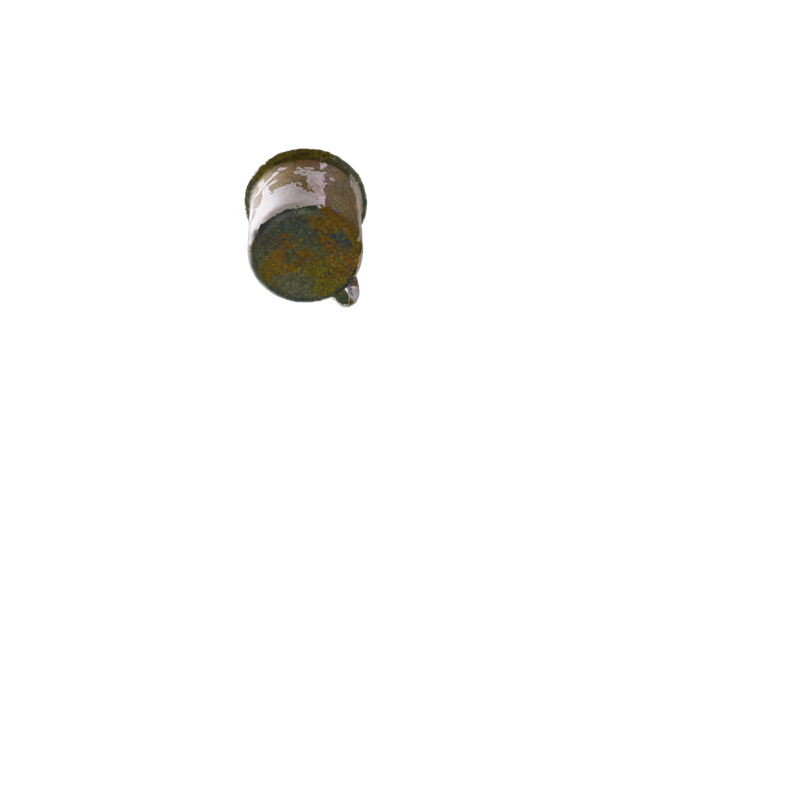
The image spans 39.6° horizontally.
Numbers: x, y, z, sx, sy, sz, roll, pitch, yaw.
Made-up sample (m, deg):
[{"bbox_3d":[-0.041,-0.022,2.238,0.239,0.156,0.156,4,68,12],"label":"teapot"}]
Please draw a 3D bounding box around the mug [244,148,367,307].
[{"bbox_3d":[-0.063,-0.116,0.811,0.093,0.110,0.087,-24,31,13],"label":"mug"}]
